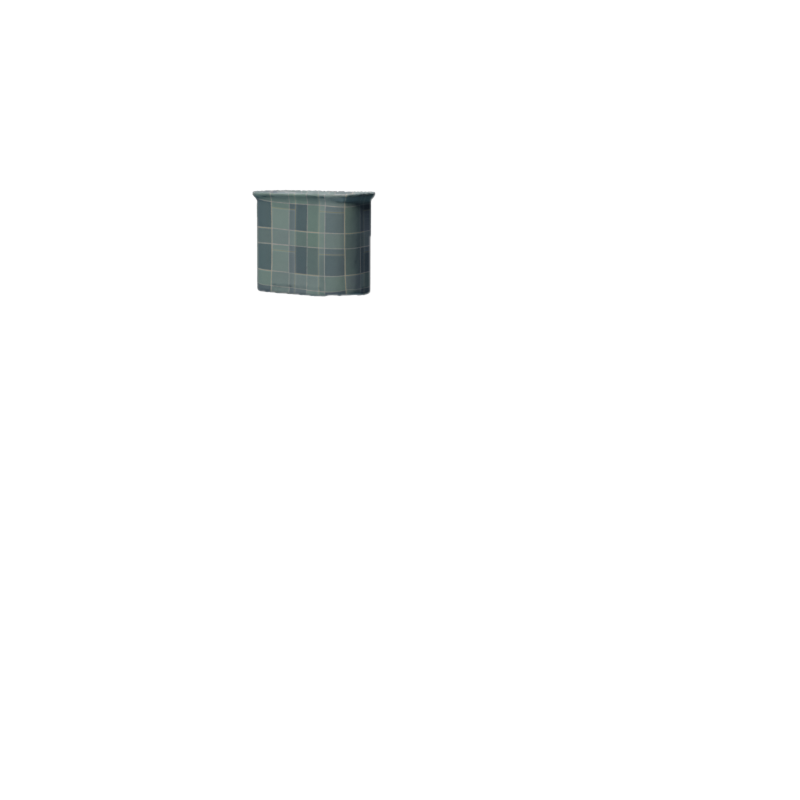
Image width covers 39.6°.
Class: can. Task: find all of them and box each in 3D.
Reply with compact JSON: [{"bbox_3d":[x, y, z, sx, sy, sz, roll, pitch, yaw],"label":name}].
[{"bbox_3d":[-0.072,-0.131,0.920,0.106,0.083,0.056,6,9,31],"label":"can"}]
